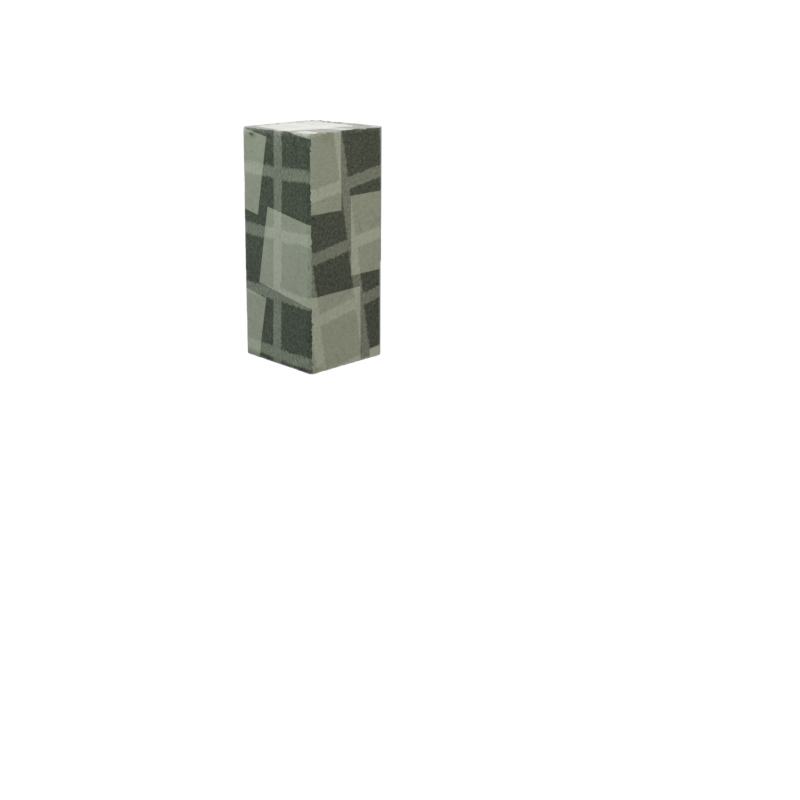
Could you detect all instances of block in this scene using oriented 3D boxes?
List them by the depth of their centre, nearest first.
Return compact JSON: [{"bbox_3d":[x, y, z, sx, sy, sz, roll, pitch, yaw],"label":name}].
[{"bbox_3d":[-0.078,-0.140,0.983,0.096,0.200,0.088,14,18,43],"label":"block"}]
